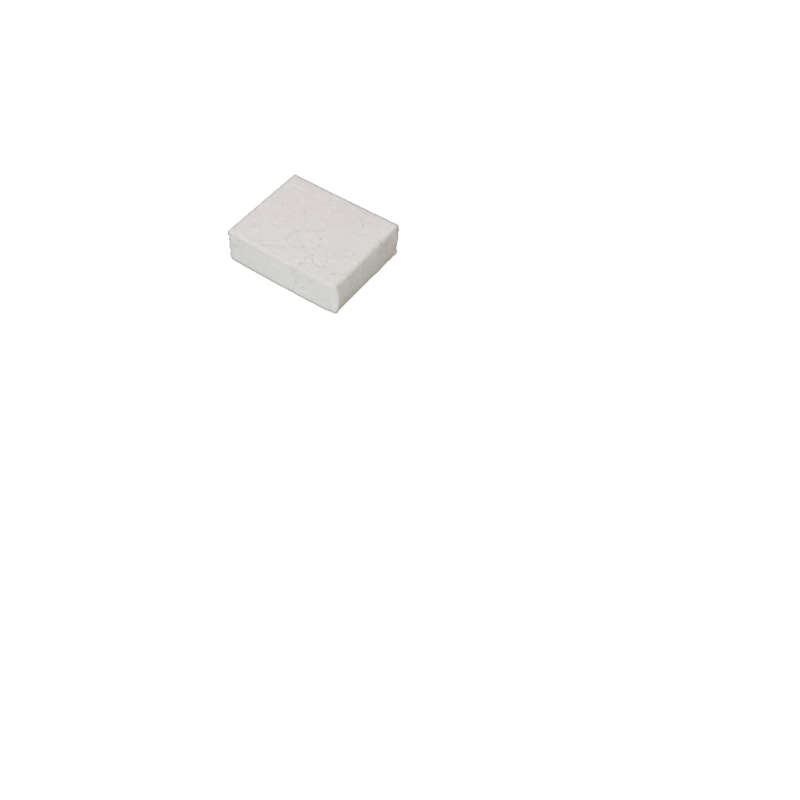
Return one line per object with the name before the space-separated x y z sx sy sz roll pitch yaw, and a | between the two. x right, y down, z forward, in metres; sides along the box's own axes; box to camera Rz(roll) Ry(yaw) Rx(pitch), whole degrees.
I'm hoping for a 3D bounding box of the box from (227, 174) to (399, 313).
box | -0.072 -0.131 0.918 0.119 0.036 0.092 29 55 22
